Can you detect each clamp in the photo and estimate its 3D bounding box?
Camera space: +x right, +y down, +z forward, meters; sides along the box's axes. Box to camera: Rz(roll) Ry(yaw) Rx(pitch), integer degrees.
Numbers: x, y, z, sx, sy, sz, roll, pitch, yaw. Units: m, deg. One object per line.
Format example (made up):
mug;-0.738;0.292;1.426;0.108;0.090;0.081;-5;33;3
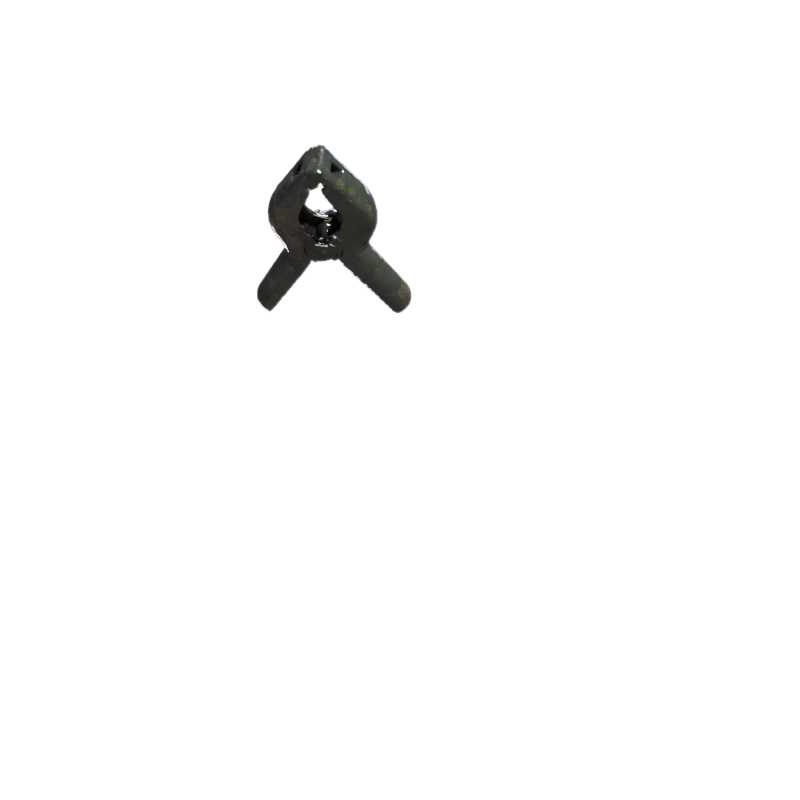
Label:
clamp;-0.064;-0.118;0.824;0.121;0.042;0.158;-8;-41;9
